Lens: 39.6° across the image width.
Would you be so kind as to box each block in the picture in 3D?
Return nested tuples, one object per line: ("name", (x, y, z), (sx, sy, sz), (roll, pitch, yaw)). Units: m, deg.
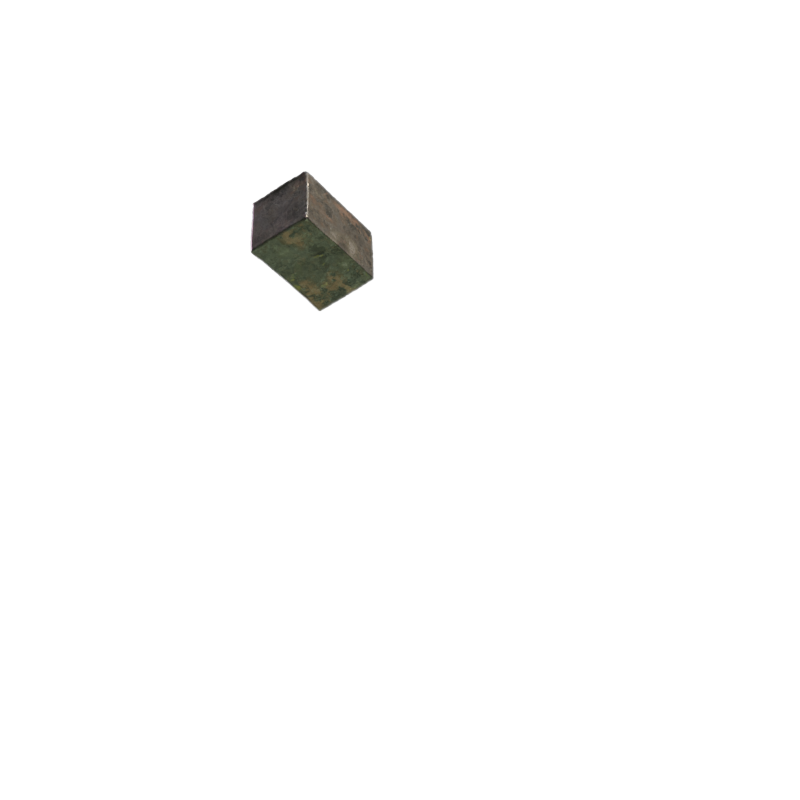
("block", (-0.062, -0.113, 0.790), (0.053, 0.055, 0.073), (-29, -50, 25))
